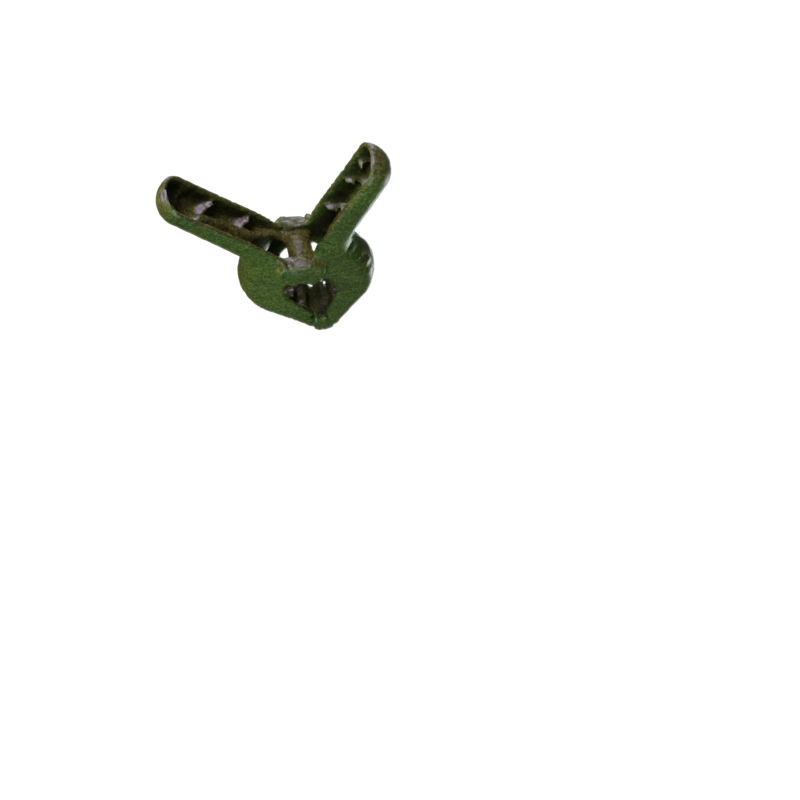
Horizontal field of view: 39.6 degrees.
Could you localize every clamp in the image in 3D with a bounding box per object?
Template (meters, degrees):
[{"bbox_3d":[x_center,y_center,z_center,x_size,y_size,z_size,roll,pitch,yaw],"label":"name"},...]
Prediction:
[{"bbox_3d":[-0.048,-0.088,0.617,0.122,0.041,0.160,-6,-20,15],"label":"clamp"}]
